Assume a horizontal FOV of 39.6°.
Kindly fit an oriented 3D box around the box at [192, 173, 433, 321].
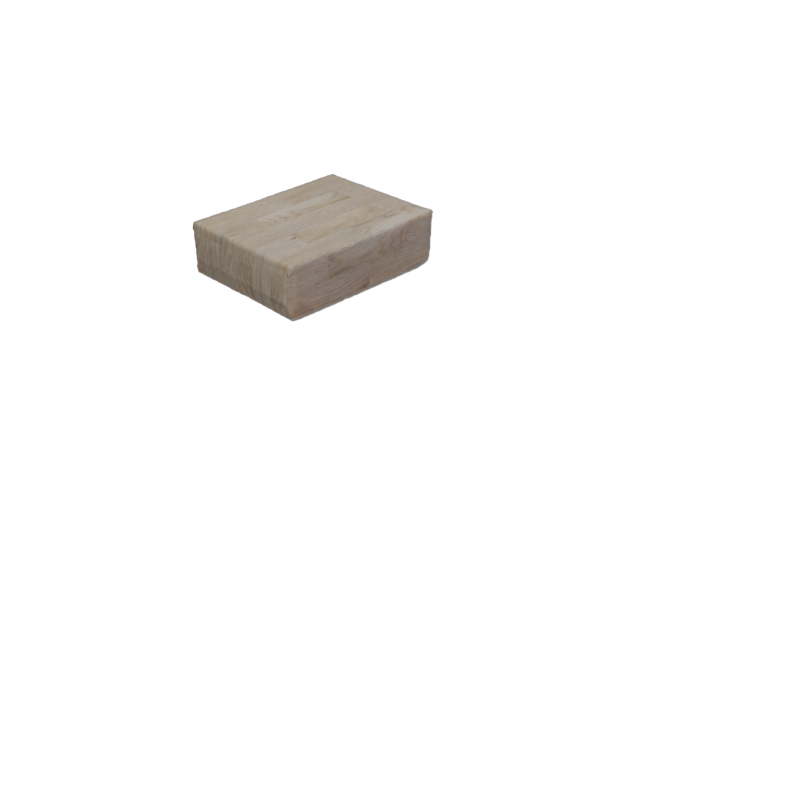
[{"bbox_3d":[-0.051,-0.093,0.651,0.112,0.037,0.096,-25,38,-37],"label":"box"}]
